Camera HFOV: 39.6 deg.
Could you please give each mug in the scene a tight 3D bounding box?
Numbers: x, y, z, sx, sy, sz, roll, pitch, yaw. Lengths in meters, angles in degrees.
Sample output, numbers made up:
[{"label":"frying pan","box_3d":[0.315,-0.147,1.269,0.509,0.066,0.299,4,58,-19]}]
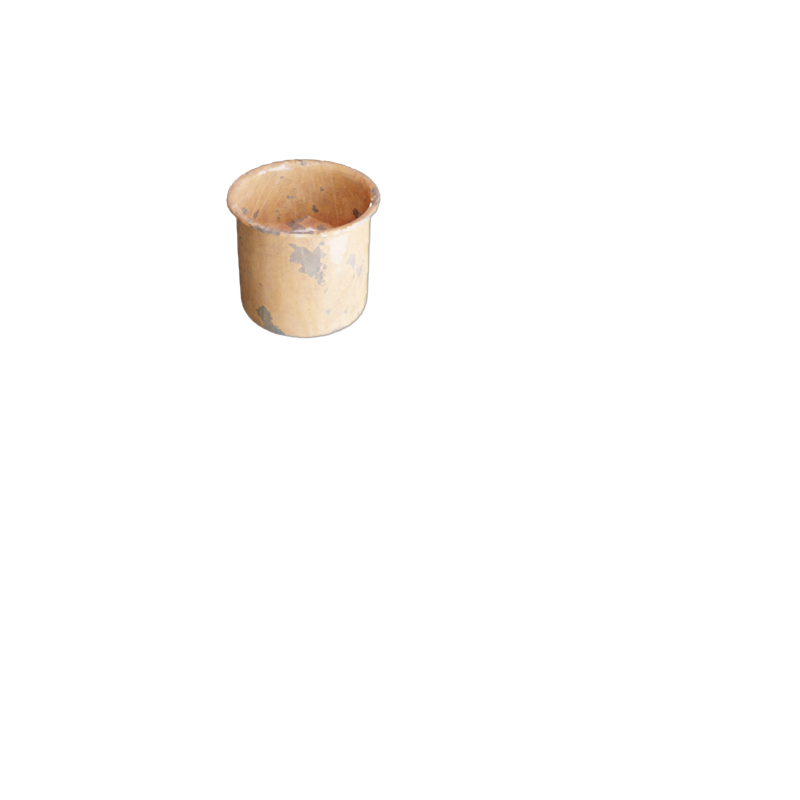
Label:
[{"label":"mug","box_3d":[-0.055,-0.100,0.699,0.097,0.076,0.120,17,40,21]}]
